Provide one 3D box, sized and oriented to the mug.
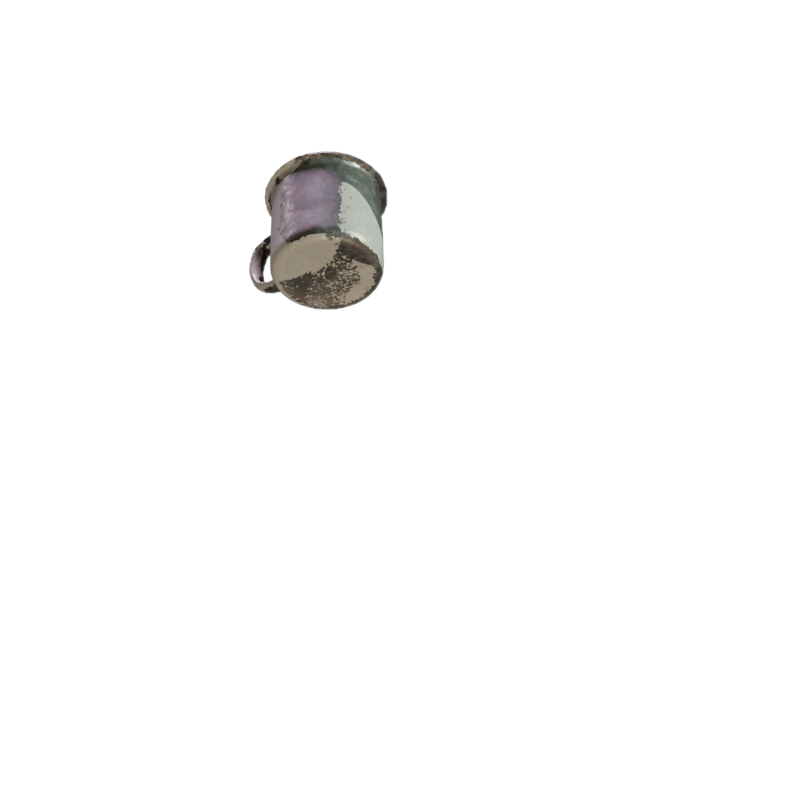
[{"bbox_3d":[-0.064,-0.116,0.816,0.117,0.087,0.086,-24,-46,24],"label":"mug"}]
